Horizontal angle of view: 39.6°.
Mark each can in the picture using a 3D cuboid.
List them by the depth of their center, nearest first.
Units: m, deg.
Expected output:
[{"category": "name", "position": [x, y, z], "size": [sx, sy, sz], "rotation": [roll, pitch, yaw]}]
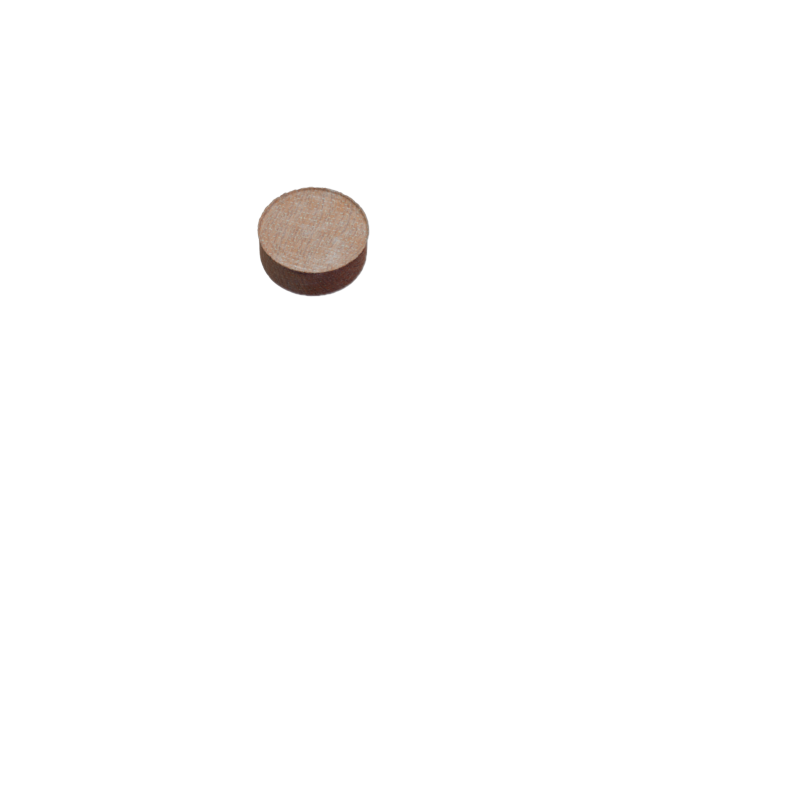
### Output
[{"category": "can", "position": [-0.067, -0.123, 0.860], "size": [0.086, 0.092, 0.031], "rotation": [-1, -36, -1]}]
